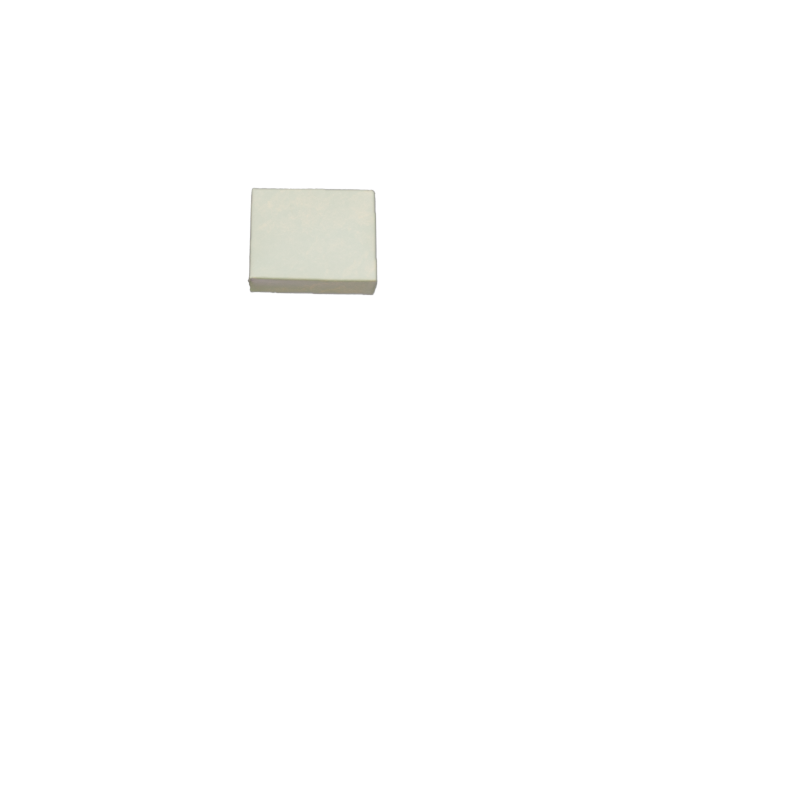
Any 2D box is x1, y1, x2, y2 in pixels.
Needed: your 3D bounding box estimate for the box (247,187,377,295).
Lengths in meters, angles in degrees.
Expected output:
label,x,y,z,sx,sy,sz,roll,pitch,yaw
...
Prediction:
label,x,y,z,sx,sy,sz,roll,pitch,yaw
box,-0.077,-0.140,0.980,0.113,0.095,0.037,-1,-26,-1
